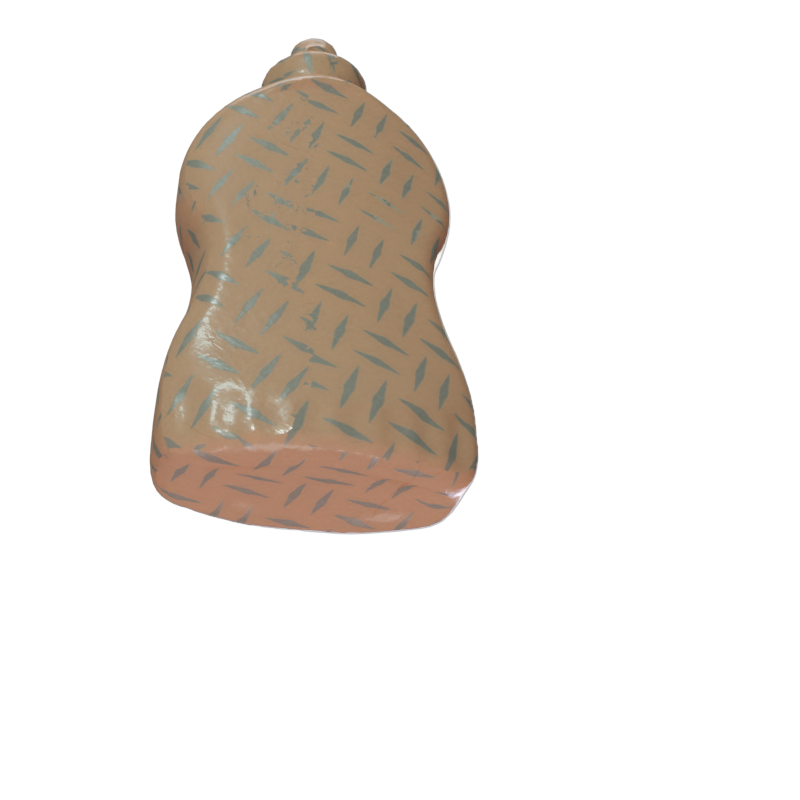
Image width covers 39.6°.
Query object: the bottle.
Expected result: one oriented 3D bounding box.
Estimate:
[{"bbox_3d":[-0.030,-0.055,0.381,0.095,0.205,0.055,5,-37,-10],"label":"bottle"}]
